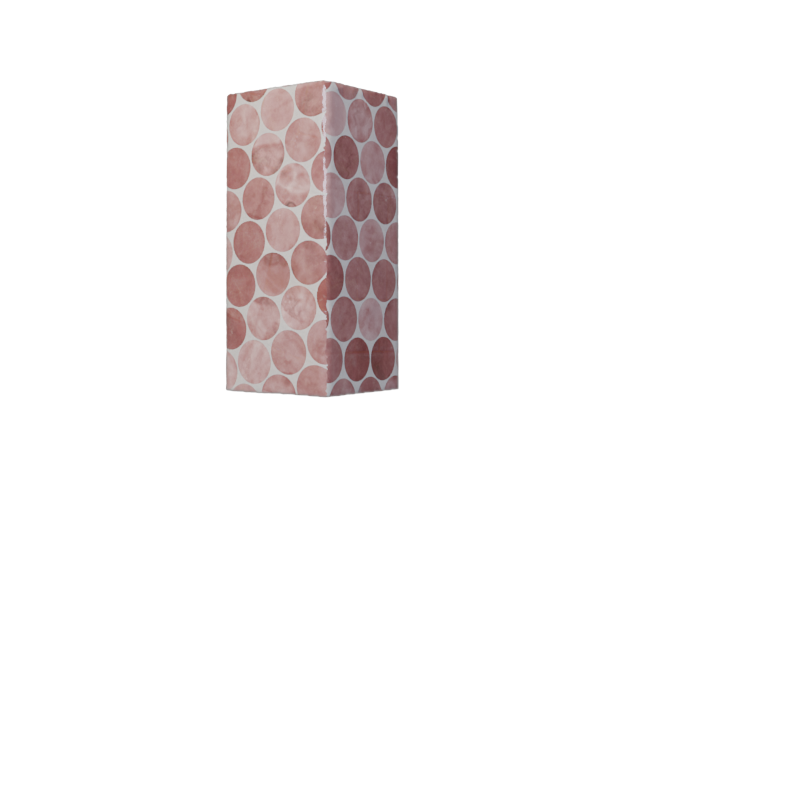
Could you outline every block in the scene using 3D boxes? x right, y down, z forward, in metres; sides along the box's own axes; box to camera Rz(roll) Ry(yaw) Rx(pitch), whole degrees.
[{"bbox_3d":[-0.060,-0.111,0.775,0.093,0.207,0.087,-1,-2,36],"label":"block"}]
